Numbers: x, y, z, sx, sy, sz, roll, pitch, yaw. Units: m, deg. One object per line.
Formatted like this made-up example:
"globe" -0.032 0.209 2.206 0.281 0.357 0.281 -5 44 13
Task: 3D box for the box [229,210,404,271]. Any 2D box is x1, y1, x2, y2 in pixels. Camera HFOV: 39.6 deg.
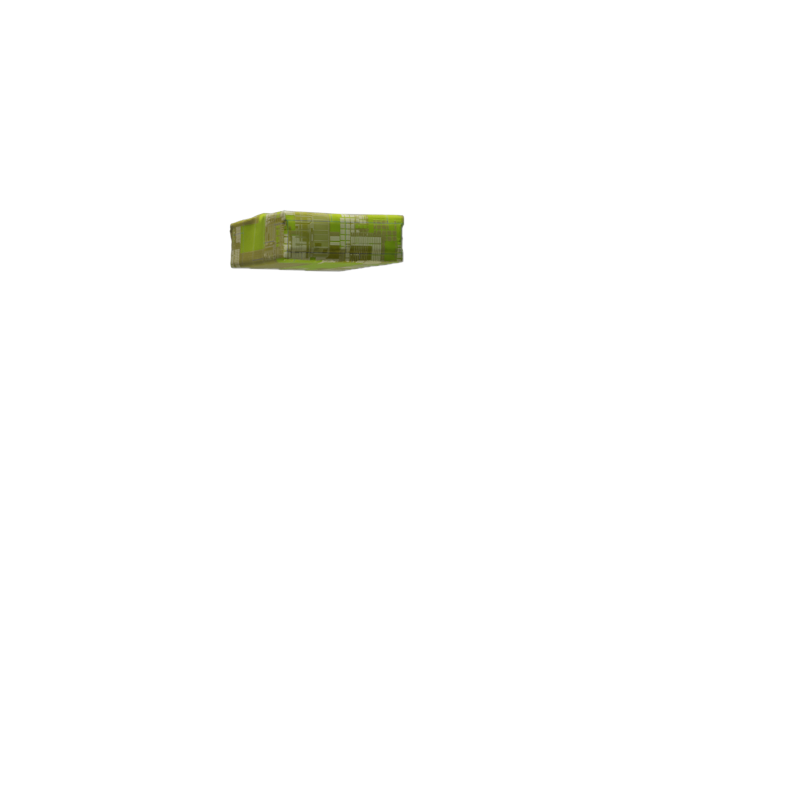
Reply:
"box" -0.050 -0.091 0.637 0.071 0.030 0.092 -1 3 -26
